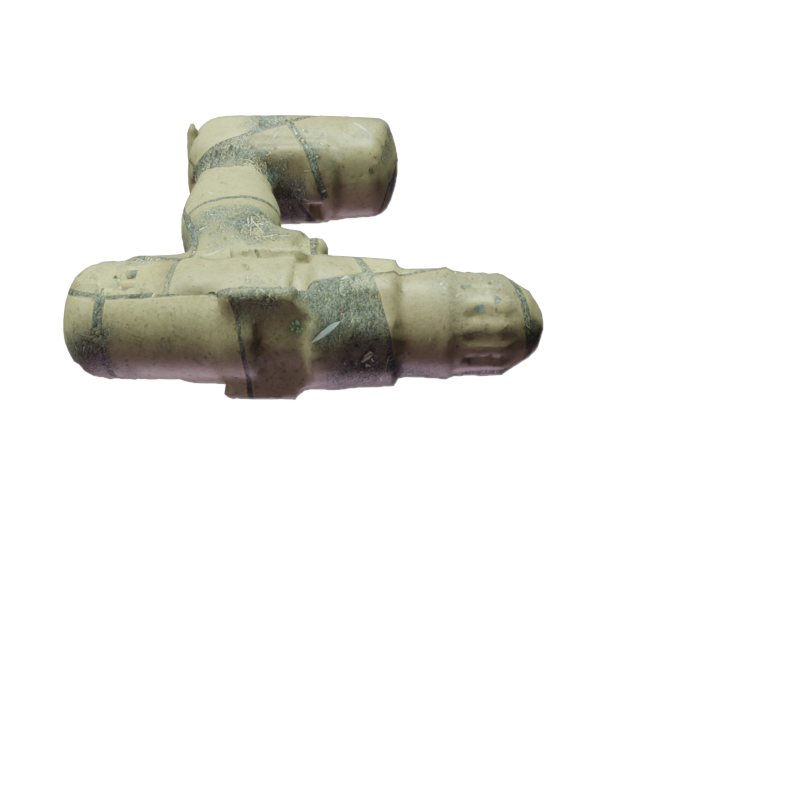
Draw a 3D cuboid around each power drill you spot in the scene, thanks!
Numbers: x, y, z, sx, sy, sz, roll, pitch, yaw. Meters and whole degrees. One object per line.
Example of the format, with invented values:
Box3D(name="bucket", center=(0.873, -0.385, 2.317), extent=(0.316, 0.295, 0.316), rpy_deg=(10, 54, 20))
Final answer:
Box3D(name="power drill", center=(-0.038, -0.070, 0.490), extent=(0.185, 0.054, 0.198), rpy_deg=(1, 31, 2))
